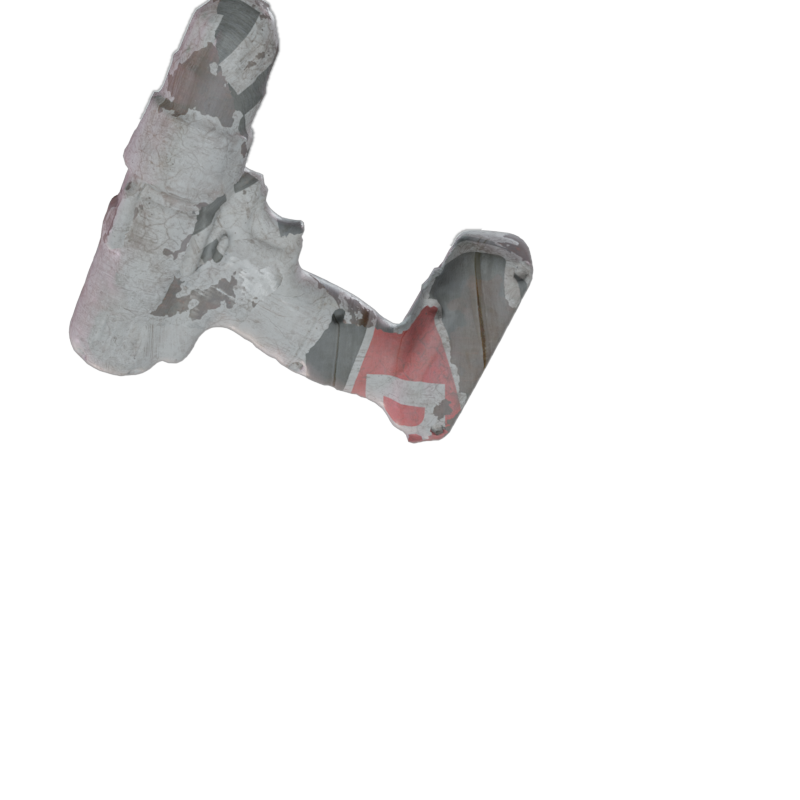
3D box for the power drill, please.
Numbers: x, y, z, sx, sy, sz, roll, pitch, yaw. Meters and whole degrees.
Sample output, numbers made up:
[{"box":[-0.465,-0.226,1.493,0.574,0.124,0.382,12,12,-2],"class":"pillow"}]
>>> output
[{"box":[-0.040,-0.072,0.506,0.184,0.179,0.060,22,21,-9],"class":"power drill"}]
